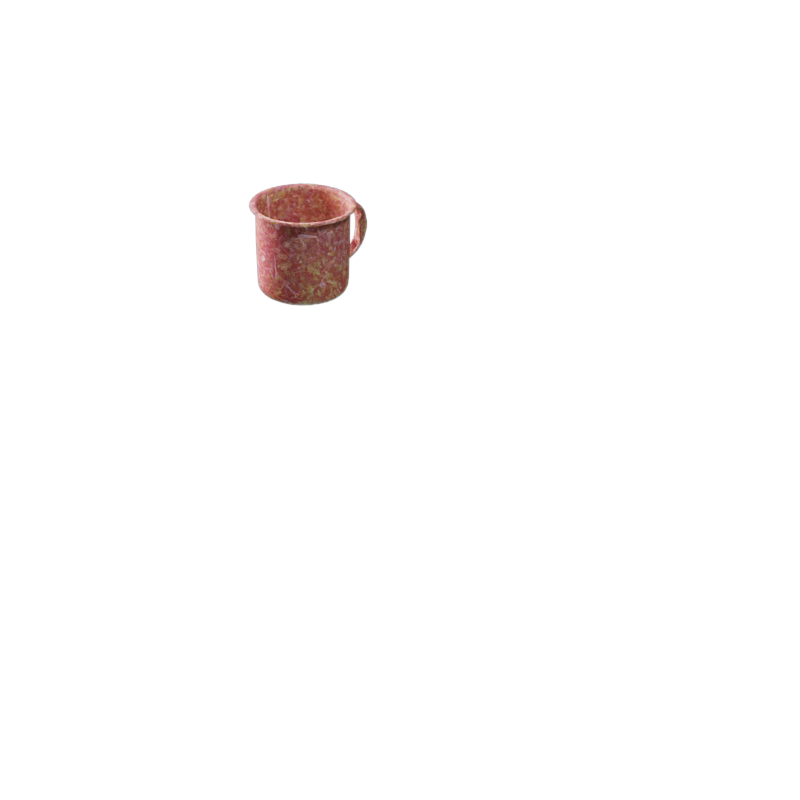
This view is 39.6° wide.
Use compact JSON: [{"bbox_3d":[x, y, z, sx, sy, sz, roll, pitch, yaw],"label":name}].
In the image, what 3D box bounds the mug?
[{"bbox_3d":[-0.077,-0.140,0.979,0.116,0.077,0.099,-25,38,-37],"label":"mug"}]
